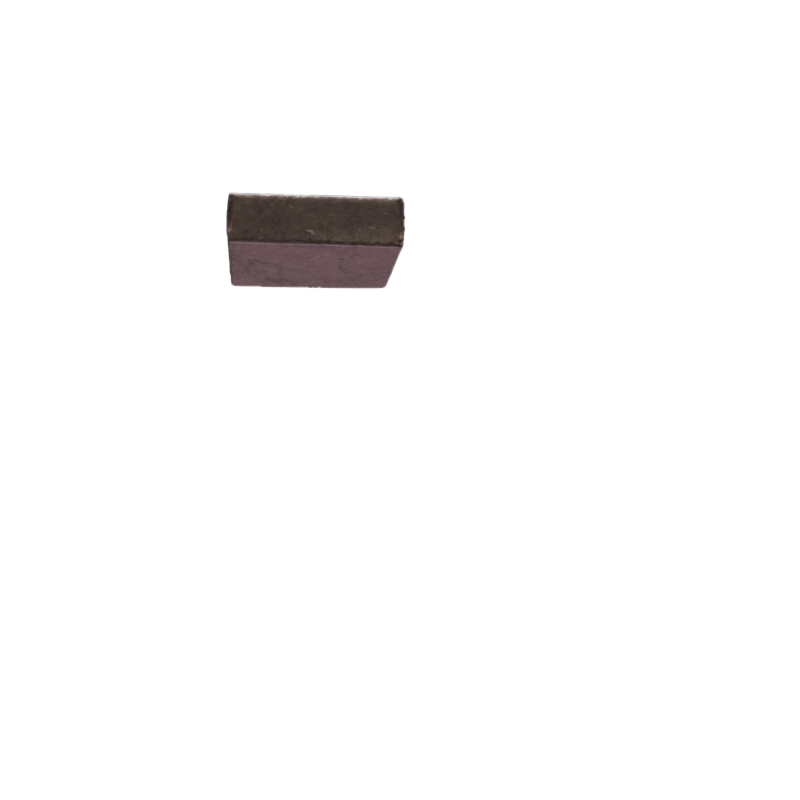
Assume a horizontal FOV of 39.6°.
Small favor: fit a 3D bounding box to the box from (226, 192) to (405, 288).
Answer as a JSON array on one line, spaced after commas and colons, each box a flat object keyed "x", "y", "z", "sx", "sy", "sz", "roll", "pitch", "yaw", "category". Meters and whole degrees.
[{"x": -0.045, "y": -0.083, "z": 0.580, "sx": 0.089, "sy": 0.031, "sz": 0.071, "roll": 1, "pitch": -13, "yaw": -4, "category": "box"}]
